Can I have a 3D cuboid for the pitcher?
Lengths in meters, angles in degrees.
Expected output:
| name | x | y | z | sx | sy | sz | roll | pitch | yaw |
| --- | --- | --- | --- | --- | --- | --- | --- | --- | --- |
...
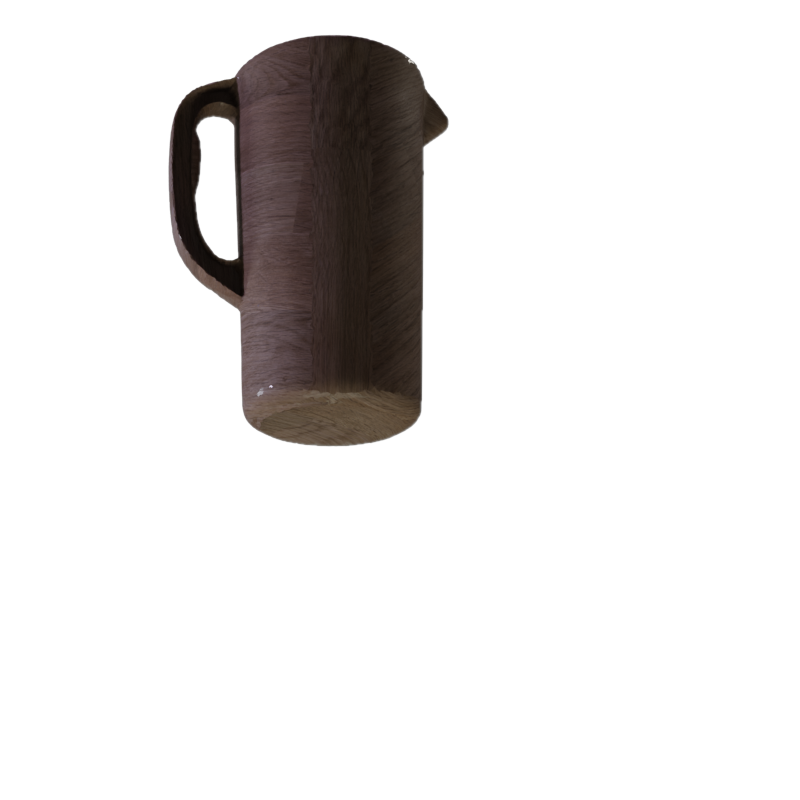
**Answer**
| name | x | y | z | sx | sy | sz | roll | pitch | yaw |
| --- | --- | --- | --- | --- | --- | --- | --- | --- | --- |
| pitcher | -0.056 | -0.101 | 0.710 | 0.151 | 0.256 | 0.135 | -14 | -26 | 28 |
